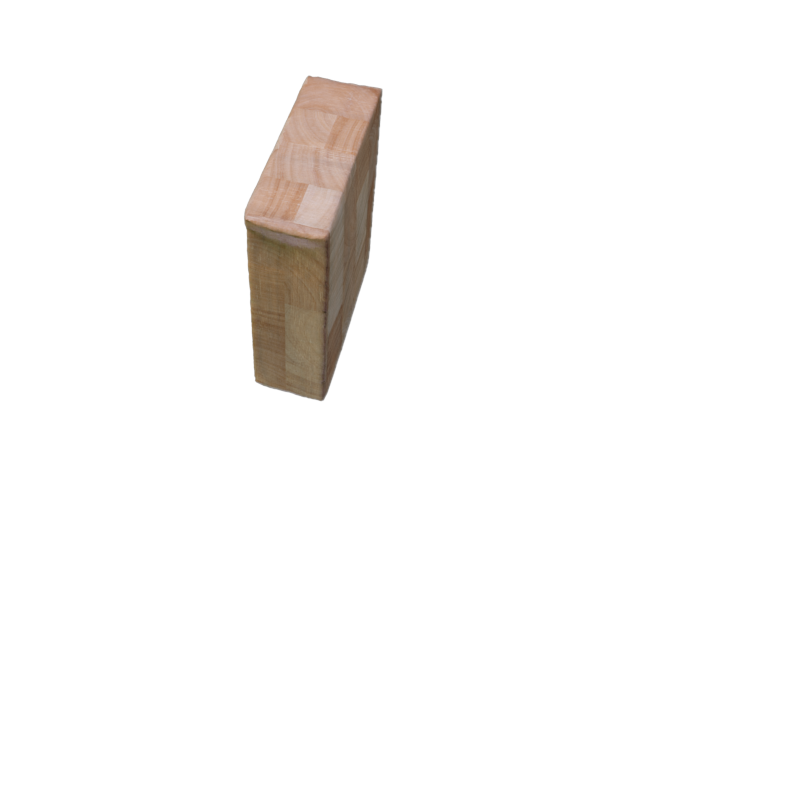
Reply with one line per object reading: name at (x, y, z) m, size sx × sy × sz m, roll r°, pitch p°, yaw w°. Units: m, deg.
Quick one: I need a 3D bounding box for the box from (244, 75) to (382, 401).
box at (-0.071, -0.129, 0.901) m, size 0.073 × 0.173 × 0.200 m, roll 12°, pitch -36°, yaw 5°
